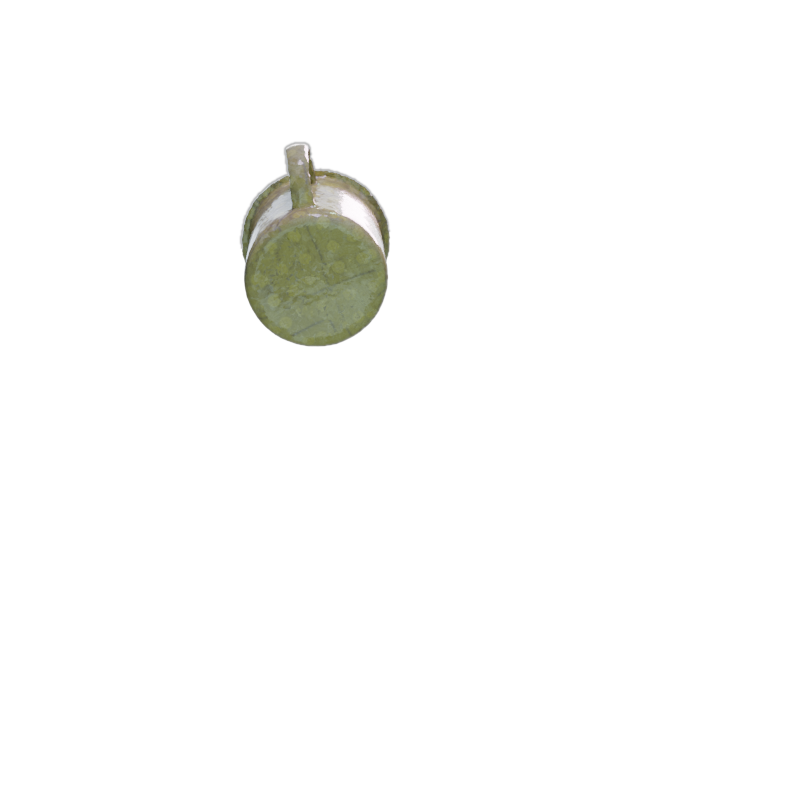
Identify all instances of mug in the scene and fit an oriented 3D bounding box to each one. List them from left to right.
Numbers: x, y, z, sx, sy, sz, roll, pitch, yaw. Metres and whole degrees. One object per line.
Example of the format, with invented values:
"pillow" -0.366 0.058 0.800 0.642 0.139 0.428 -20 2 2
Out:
"mug" -0.051 -0.093 0.654 0.093 0.112 0.085 -6 20 0
